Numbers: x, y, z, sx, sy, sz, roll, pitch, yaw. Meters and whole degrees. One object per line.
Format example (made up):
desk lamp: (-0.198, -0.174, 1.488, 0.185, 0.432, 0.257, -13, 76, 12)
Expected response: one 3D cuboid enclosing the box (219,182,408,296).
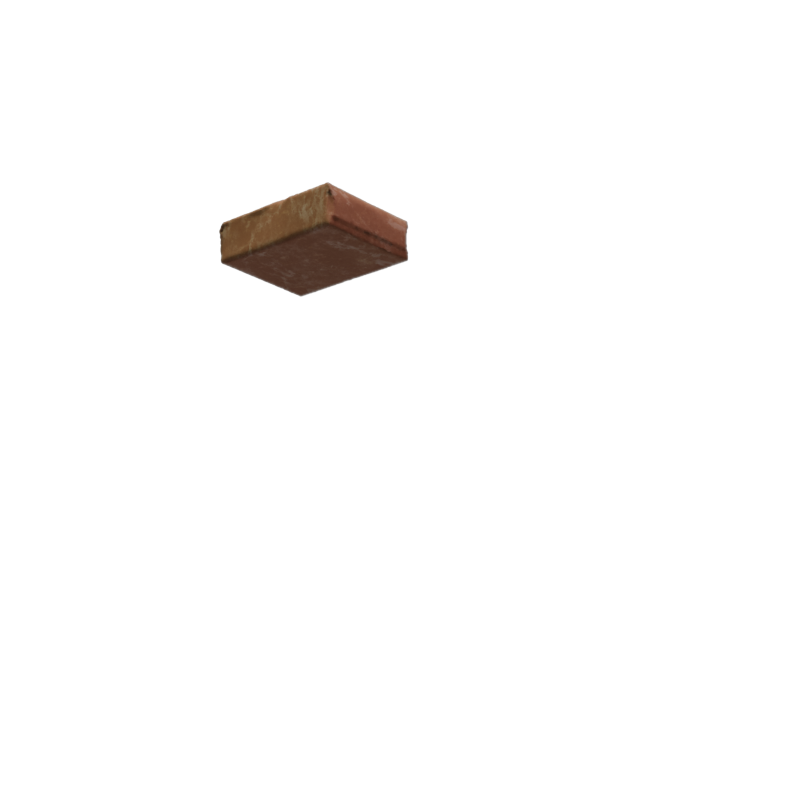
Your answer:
box: (-0.052, -0.094, 0.660, 0.091, 0.032, 0.069, -13, -21, 38)
